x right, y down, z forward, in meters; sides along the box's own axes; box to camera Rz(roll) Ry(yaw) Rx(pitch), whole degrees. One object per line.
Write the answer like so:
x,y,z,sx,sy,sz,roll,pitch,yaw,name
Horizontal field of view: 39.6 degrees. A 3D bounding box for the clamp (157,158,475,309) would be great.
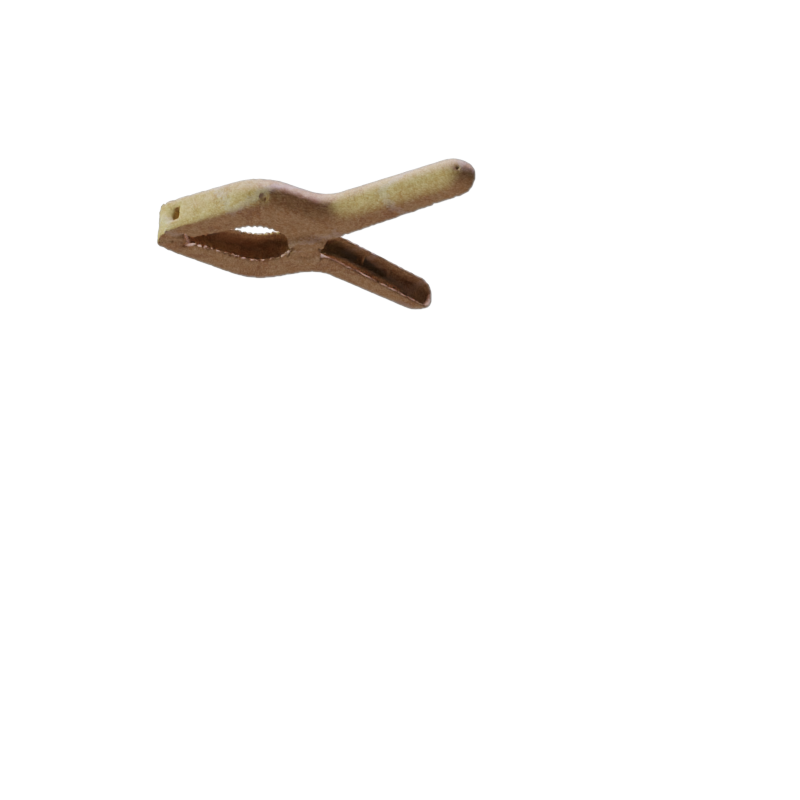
-0.060,-0.110,0.769,0.210,0.039,0.154,0,-29,0,clamp
